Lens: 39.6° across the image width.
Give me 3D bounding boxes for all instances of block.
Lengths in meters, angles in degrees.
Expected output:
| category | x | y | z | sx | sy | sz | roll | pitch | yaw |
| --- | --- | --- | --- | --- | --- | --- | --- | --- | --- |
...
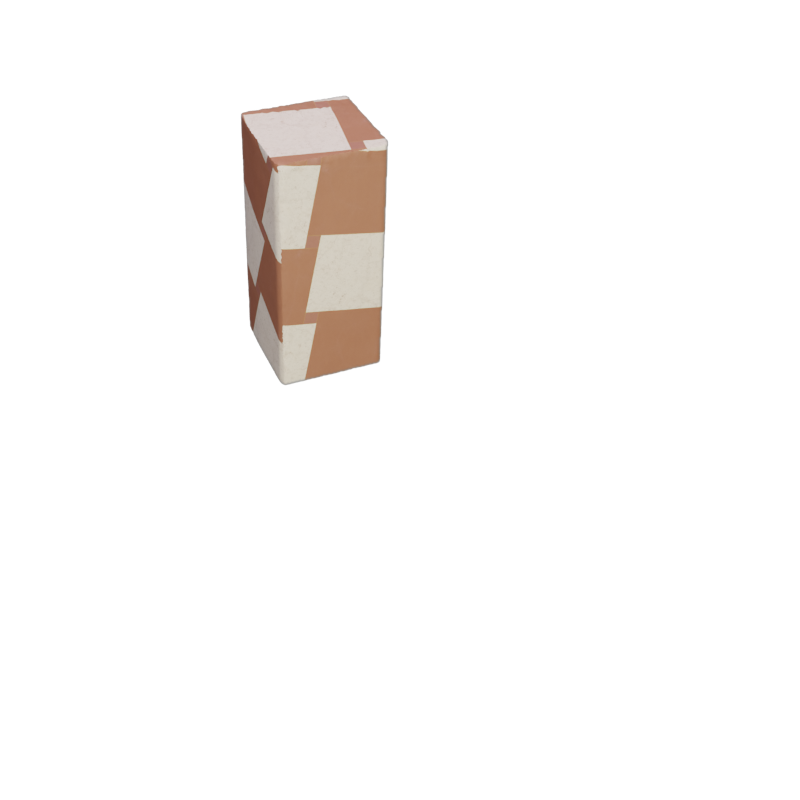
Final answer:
| category | x | y | z | sx | sy | sz | roll | pitch | yaw |
| --- | --- | --- | --- | --- | --- | --- | --- | --- | --- |
| block | -0.069 | -0.126 | 0.885 | 0.089 | 0.193 | 0.098 | -12 | 39 | -19 |
